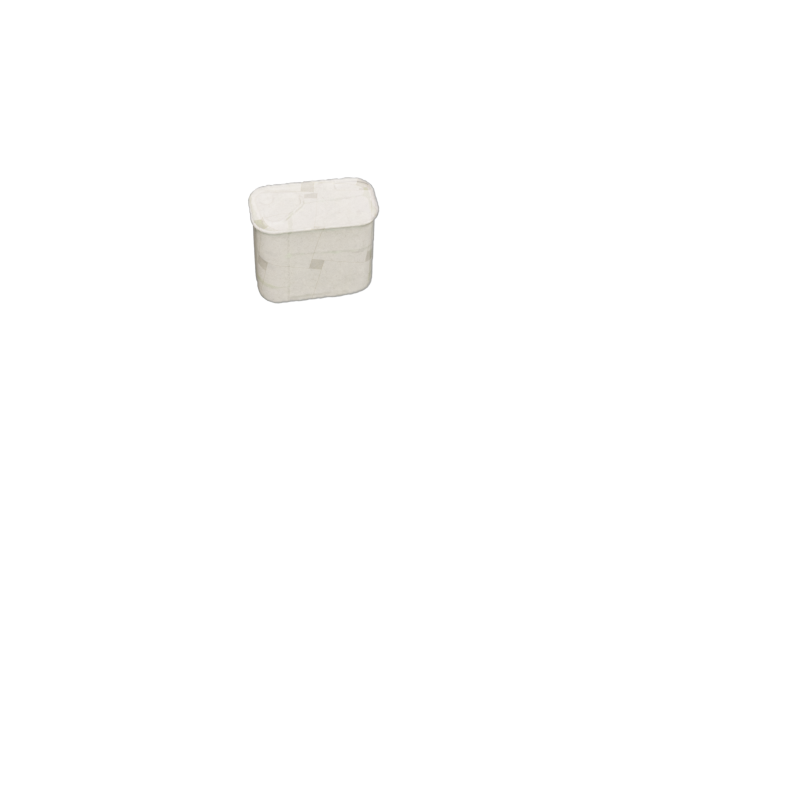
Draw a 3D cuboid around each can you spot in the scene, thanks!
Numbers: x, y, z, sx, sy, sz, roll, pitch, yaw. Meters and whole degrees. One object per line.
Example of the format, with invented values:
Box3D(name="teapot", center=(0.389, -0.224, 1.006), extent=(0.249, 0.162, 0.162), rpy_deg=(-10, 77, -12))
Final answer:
Box3D(name="can", center=(-0.071, -0.129, 0.904), extent=(0.101, 0.062, 0.078), rpy_deg=(-6, -42, -7))
